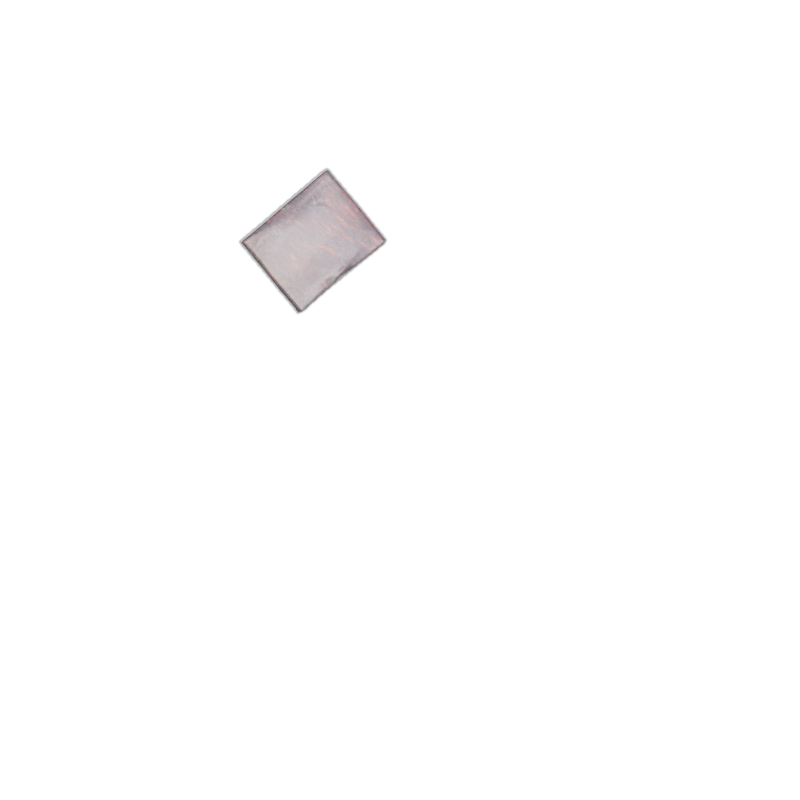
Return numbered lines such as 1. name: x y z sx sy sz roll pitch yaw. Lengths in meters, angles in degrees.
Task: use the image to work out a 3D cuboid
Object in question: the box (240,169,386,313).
1. box: -0.068 -0.123 0.861 0.089 0.073 0.030 -40 0 -1
